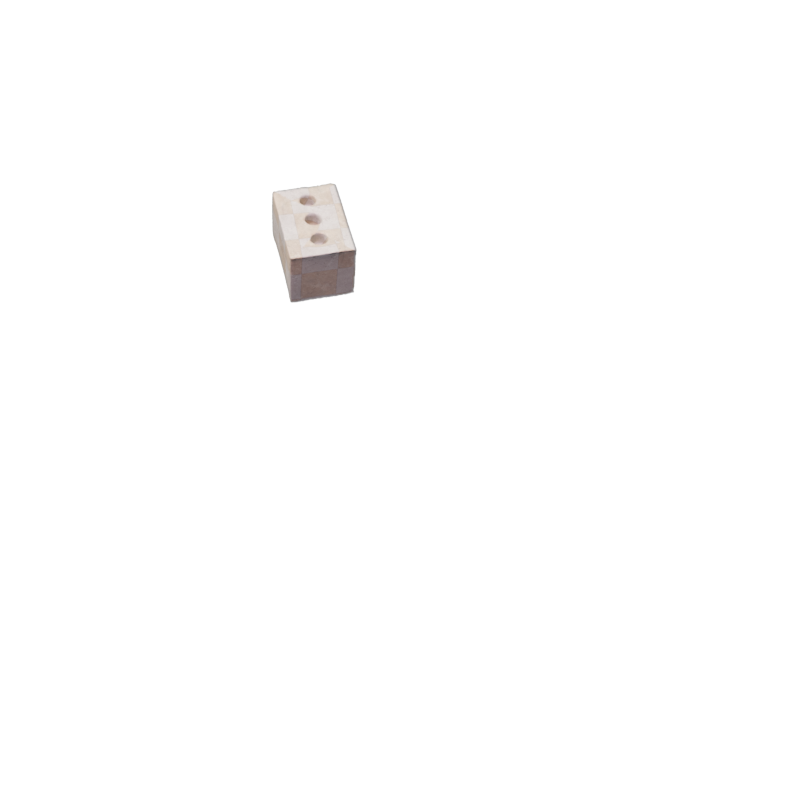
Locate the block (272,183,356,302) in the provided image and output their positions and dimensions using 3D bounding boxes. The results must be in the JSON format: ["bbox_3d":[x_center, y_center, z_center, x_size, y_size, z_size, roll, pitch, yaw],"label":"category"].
[{"bbox_3d":[-0.068,-0.124,0.866,0.052,0.084,0.048,-10,-40,-10],"label":"block"}]
